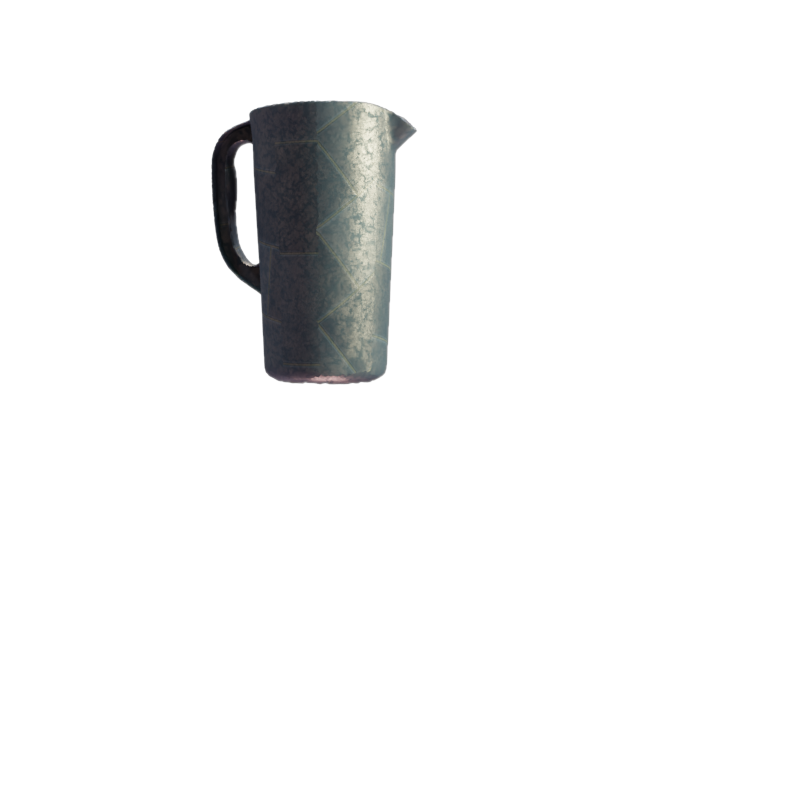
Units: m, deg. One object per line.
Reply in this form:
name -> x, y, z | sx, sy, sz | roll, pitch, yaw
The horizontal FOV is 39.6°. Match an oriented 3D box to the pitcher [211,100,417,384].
pitcher -> -0.077, -0.140, 0.982 | 0.140, 0.244, 0.154 | 0, 0, -30
